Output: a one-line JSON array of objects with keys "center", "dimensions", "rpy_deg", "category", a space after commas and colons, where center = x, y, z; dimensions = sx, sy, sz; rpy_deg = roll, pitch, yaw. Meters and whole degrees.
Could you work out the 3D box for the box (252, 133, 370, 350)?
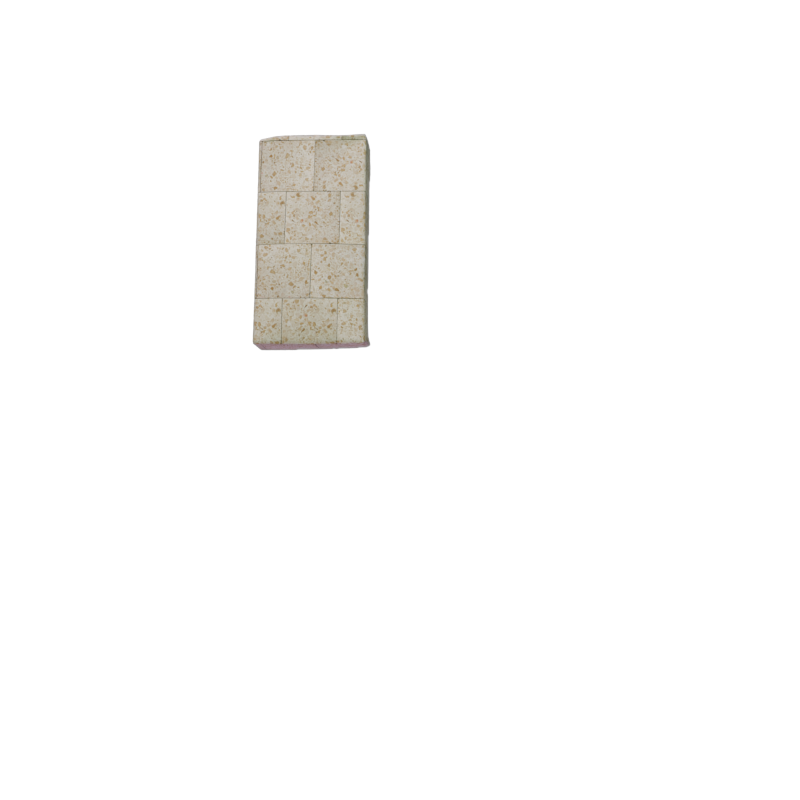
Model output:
[{"center": [-0.072, -0.131, 0.918], "dimensions": [0.094, 0.181, 0.046], "rpy_deg": [-2, -11, 7], "category": "box"}]
